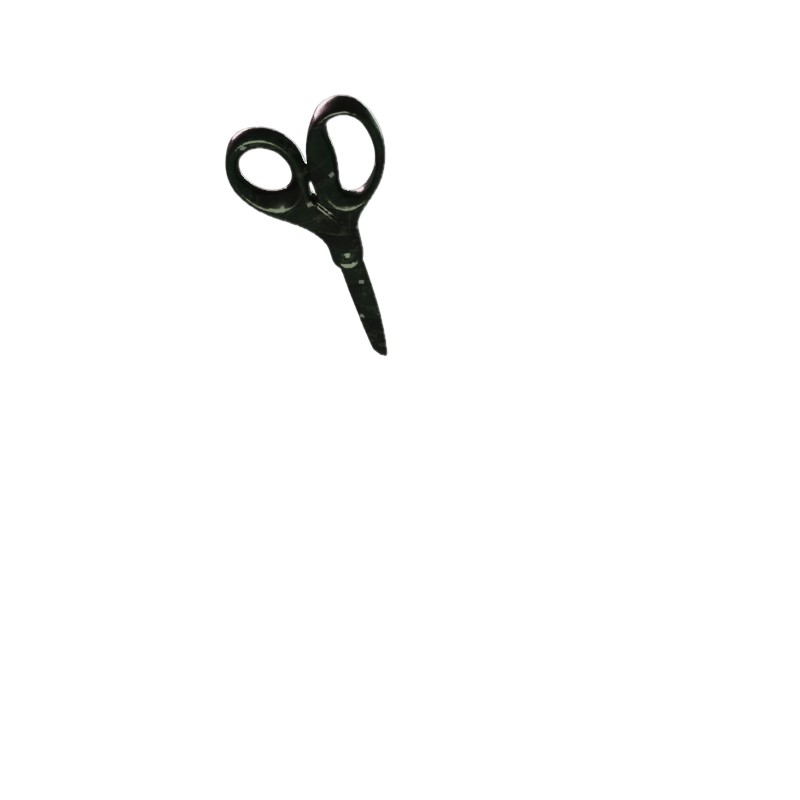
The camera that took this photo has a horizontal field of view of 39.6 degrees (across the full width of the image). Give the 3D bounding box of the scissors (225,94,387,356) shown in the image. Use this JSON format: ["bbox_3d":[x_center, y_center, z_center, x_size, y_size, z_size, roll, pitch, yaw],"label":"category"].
[{"bbox_3d":[-0.050,-0.092,0.644,0.096,0.017,0.188,2,-42,-2],"label":"scissors"}]
